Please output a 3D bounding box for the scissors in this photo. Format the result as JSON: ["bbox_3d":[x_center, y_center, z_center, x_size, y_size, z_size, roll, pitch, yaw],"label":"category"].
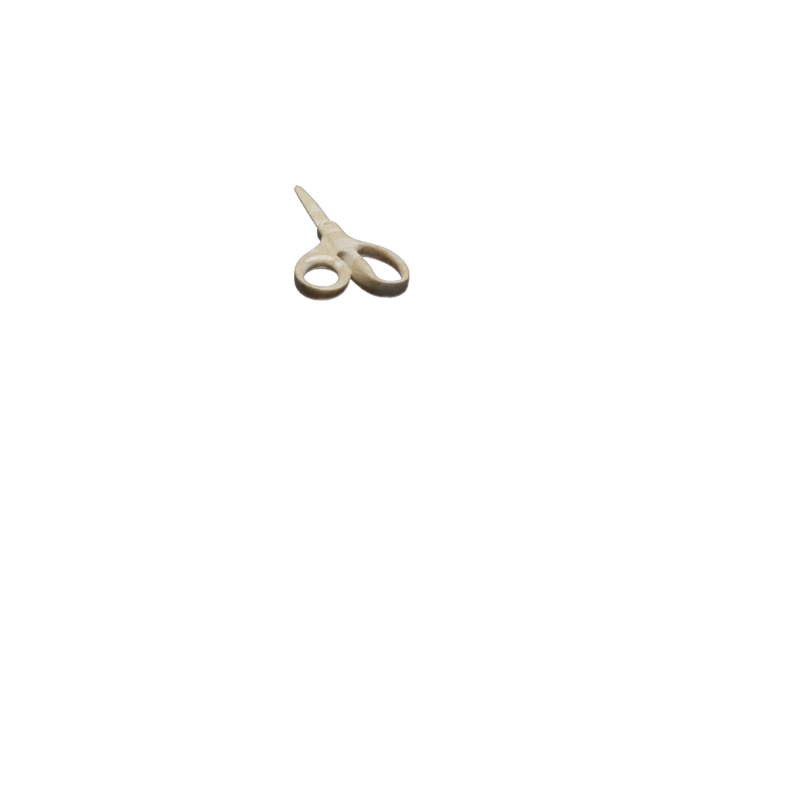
[{"bbox_3d":[-0.071,-0.129,0.901,0.095,0.015,0.217,-20,38,-27],"label":"scissors"}]
